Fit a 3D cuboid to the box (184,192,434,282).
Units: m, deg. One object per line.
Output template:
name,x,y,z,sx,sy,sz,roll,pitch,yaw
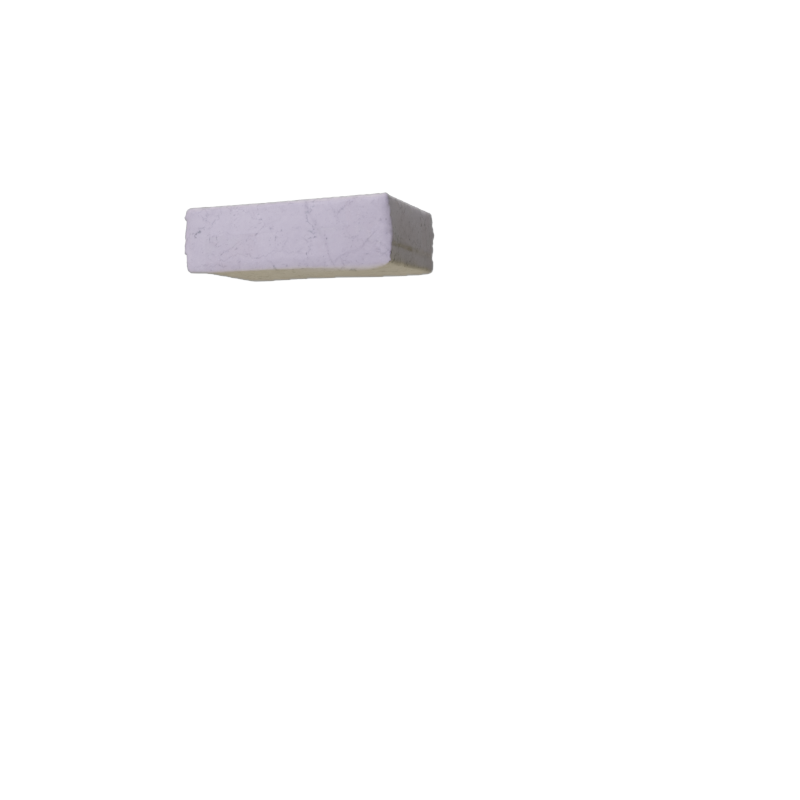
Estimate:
box,-0.047,-0.085,0.598,0.116,0.039,0.087,1,2,18
